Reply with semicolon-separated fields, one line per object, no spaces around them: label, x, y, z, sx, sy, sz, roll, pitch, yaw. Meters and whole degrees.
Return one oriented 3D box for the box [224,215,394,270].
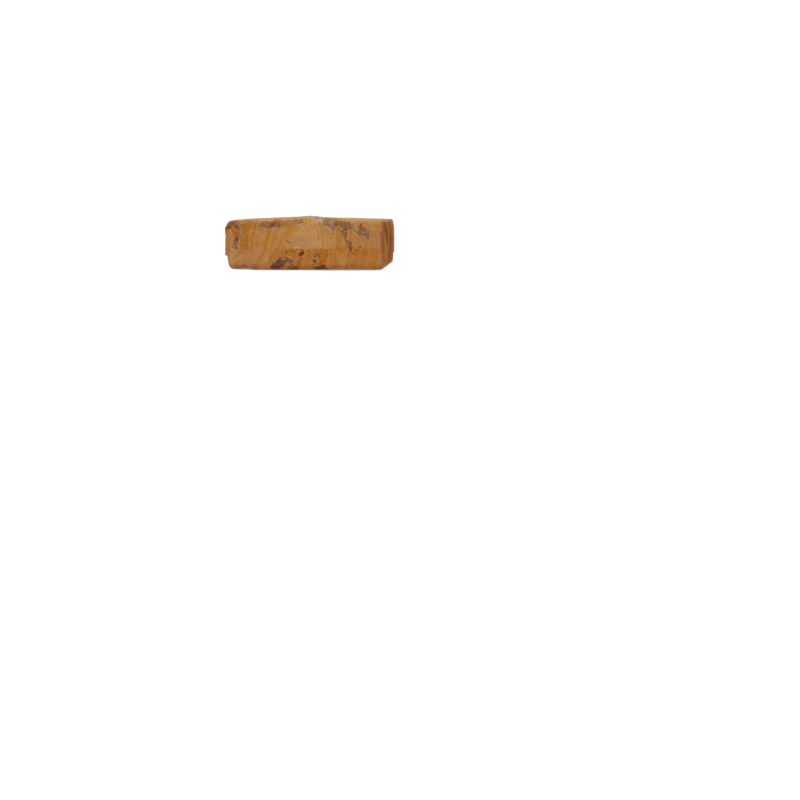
box;-0.050;-0.091;0.639;0.090;0.030;0.073;1;9;6
